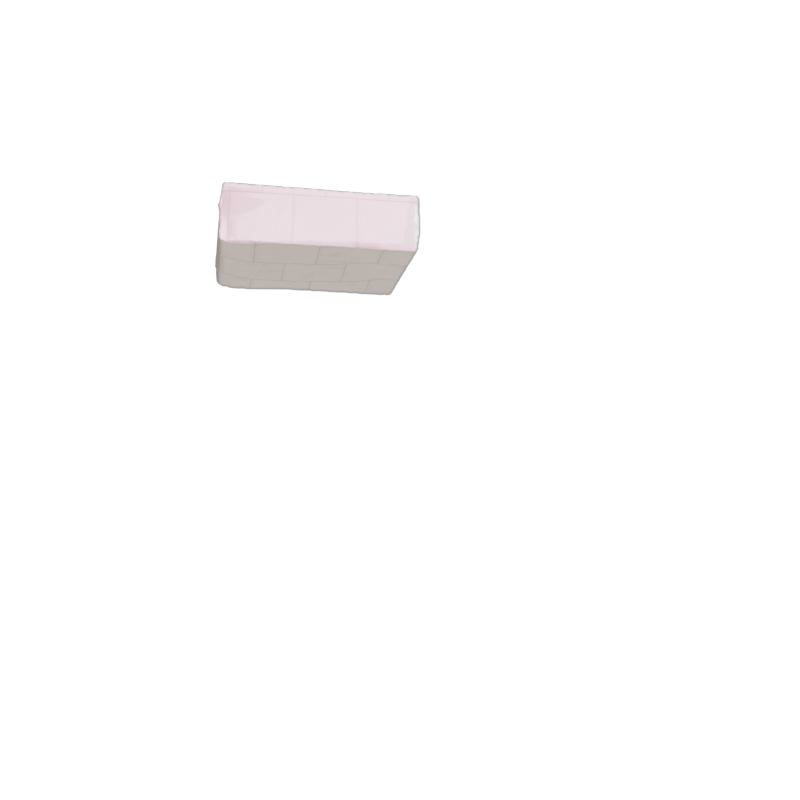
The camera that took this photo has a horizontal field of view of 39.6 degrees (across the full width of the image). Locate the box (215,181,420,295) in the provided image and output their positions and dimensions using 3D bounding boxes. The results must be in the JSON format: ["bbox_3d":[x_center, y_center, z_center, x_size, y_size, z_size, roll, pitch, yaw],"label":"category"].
[{"bbox_3d":[-0.051,-0.093,0.649,0.112,0.040,0.087,2,-13,-7],"label":"box"}]
